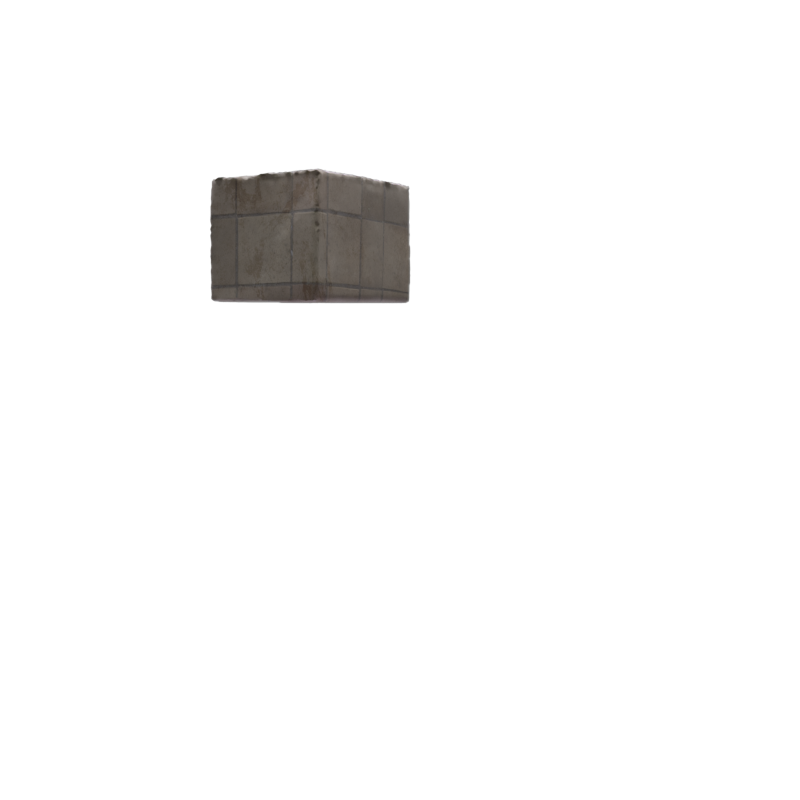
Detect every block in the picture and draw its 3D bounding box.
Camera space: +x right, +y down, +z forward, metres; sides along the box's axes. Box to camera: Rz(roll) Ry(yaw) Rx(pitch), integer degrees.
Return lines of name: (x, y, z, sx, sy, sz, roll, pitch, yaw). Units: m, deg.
block: (-0.036, -0.066, 0.462, 0.054, 0.051, 0.075, 1, 2, 29)
